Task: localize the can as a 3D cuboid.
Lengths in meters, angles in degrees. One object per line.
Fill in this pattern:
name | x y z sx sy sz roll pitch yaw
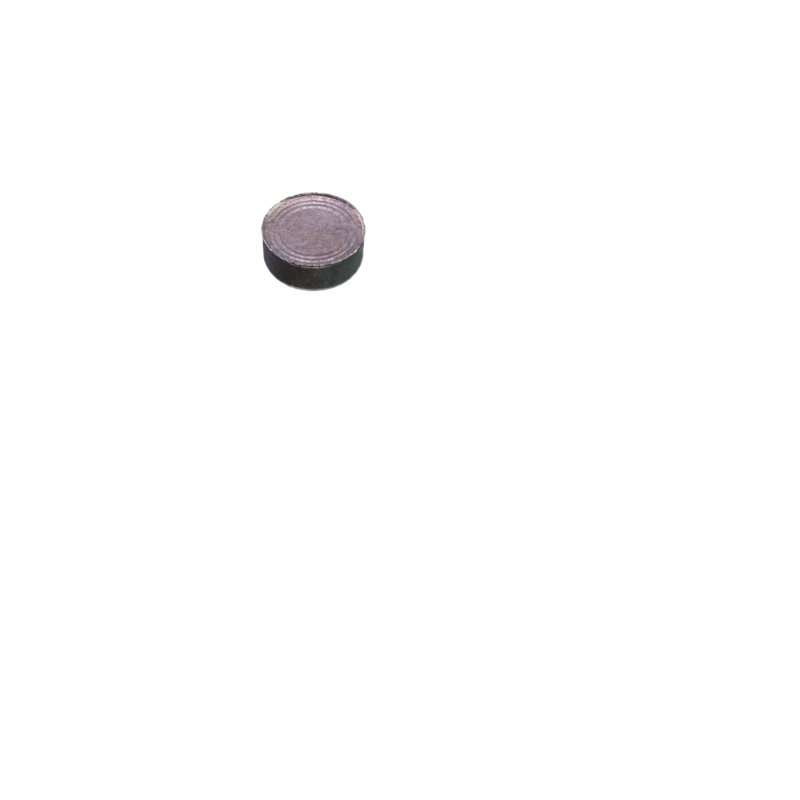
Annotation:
can | -0.072 -0.132 0.922 0.086 0.092 0.031 -1 -40 -1
